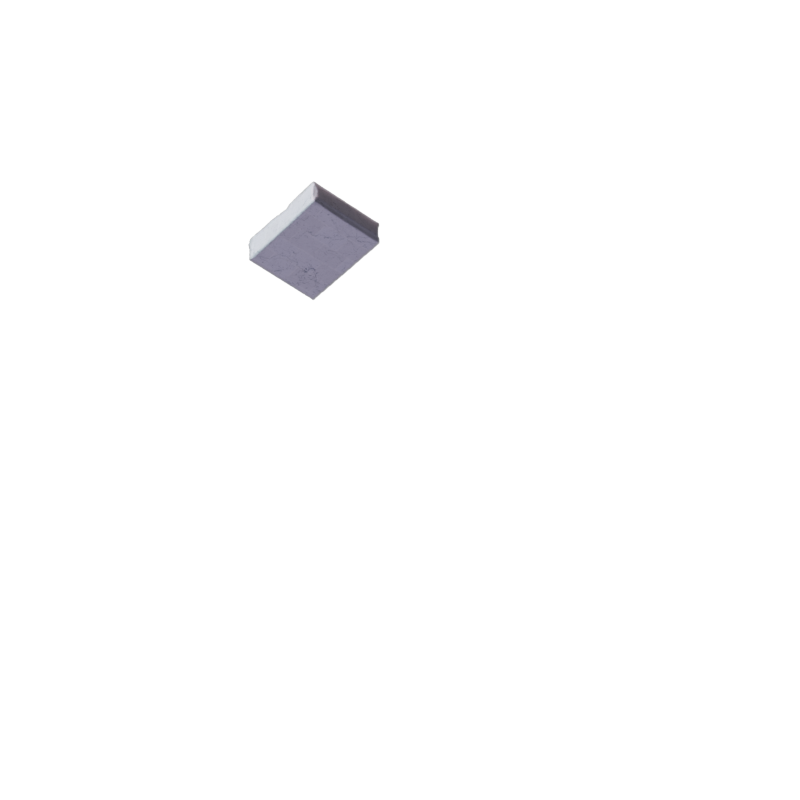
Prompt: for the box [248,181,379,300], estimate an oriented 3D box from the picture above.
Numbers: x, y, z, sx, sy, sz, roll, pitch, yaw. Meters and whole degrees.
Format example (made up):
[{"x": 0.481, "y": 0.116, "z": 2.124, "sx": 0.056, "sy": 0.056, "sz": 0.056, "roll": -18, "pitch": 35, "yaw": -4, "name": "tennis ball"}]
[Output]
[{"x": -0.073, "y": -0.134, "z": 0.937, "sx": 0.069, "sy": 0.032, "sz": 0.088, "roll": 32, "pitch": -52, "yaw": -29, "name": "box"}]
